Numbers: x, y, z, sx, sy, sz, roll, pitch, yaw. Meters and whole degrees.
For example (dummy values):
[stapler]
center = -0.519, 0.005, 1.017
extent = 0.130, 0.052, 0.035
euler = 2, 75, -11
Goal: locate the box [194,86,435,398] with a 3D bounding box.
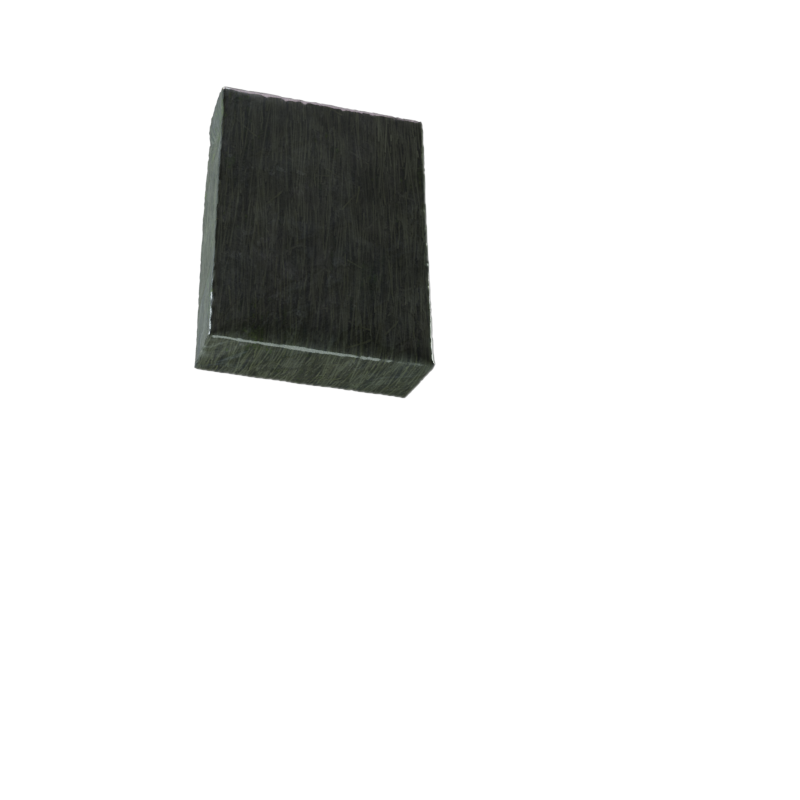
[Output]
[box]
center = -0.065, -0.119, 0.830
extent = 0.160, 0.227, 0.069
euler = 7, -30, -15
